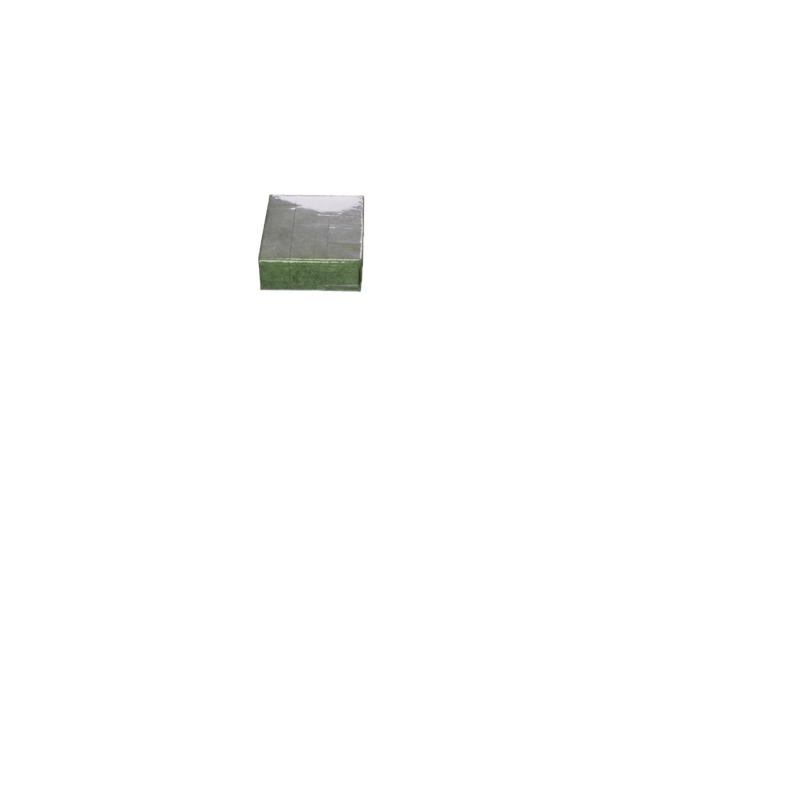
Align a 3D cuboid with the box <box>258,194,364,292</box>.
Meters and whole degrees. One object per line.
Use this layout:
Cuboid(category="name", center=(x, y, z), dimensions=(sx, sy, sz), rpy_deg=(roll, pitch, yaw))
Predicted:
Cuboid(category="box", center=(-0.078, -0.142, 0.993), dimensions=(0.090, 0.036, 0.121), rpy_deg=(1, 36, 0))
